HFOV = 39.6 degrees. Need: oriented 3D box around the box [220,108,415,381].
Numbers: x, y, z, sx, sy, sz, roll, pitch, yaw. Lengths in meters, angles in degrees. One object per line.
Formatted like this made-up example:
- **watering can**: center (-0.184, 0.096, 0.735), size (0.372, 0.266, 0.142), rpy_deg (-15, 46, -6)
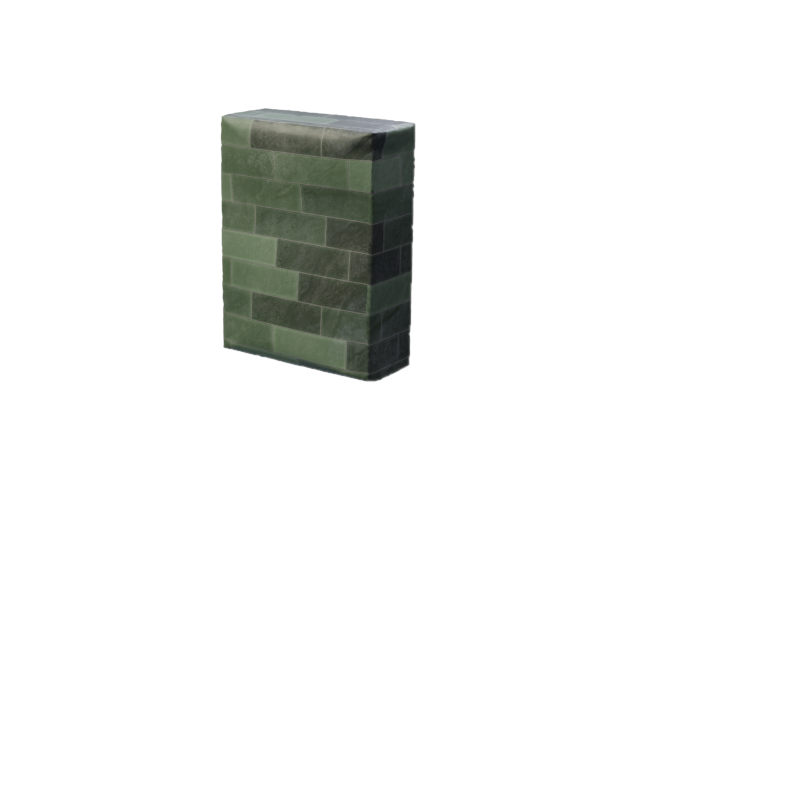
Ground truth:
- **box**: center (-0.075, -0.136, 0.955), size (0.172, 0.206, 0.071), rpy_deg (12, 19, 33)
